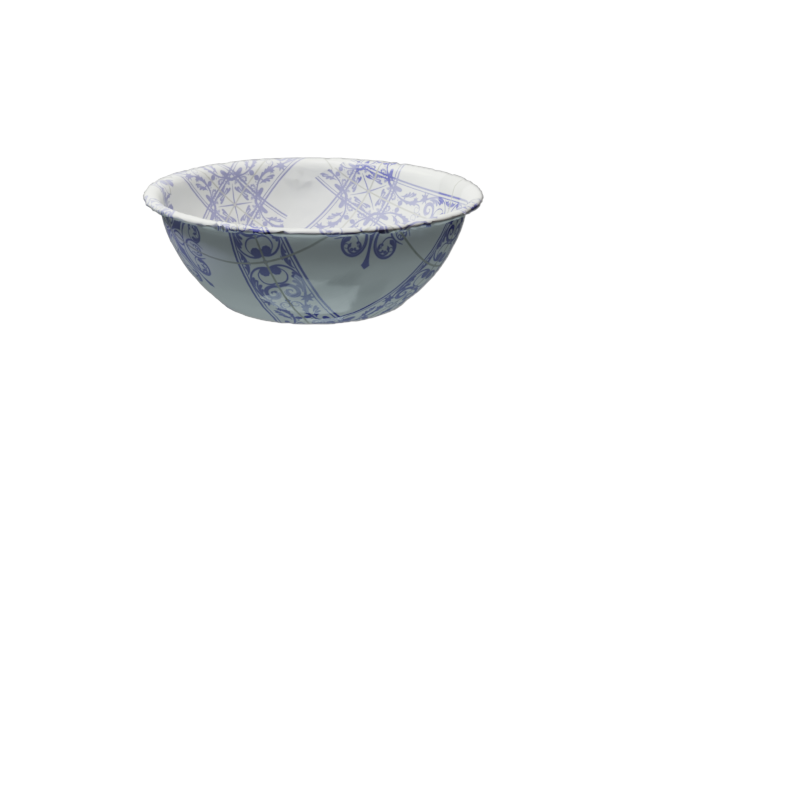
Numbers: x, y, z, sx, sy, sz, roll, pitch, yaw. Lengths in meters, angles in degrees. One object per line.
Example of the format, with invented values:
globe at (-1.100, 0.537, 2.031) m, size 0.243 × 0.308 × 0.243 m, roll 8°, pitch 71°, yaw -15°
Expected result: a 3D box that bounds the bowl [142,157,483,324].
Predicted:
bowl at (-0.042, -0.077, 0.536) m, size 0.162 × 0.053 × 0.169 m, roll -1°, pitch 21°, yaw -2°
